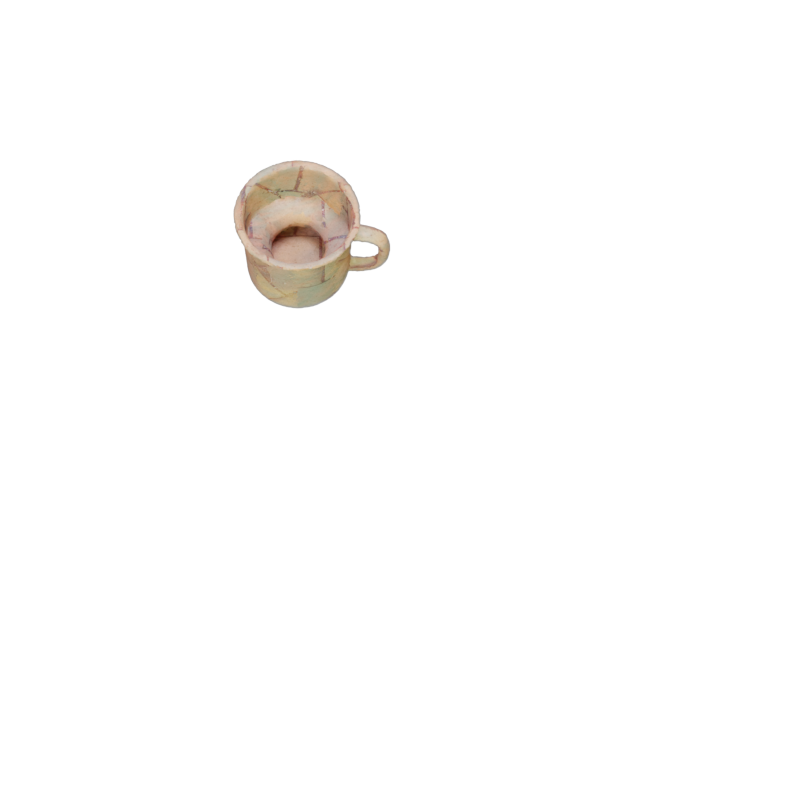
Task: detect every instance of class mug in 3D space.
[{"bbox_3d":[-0.066,-0.121,0.845,0.117,0.098,0.077,6,-25,1],"label":"mug"}]
